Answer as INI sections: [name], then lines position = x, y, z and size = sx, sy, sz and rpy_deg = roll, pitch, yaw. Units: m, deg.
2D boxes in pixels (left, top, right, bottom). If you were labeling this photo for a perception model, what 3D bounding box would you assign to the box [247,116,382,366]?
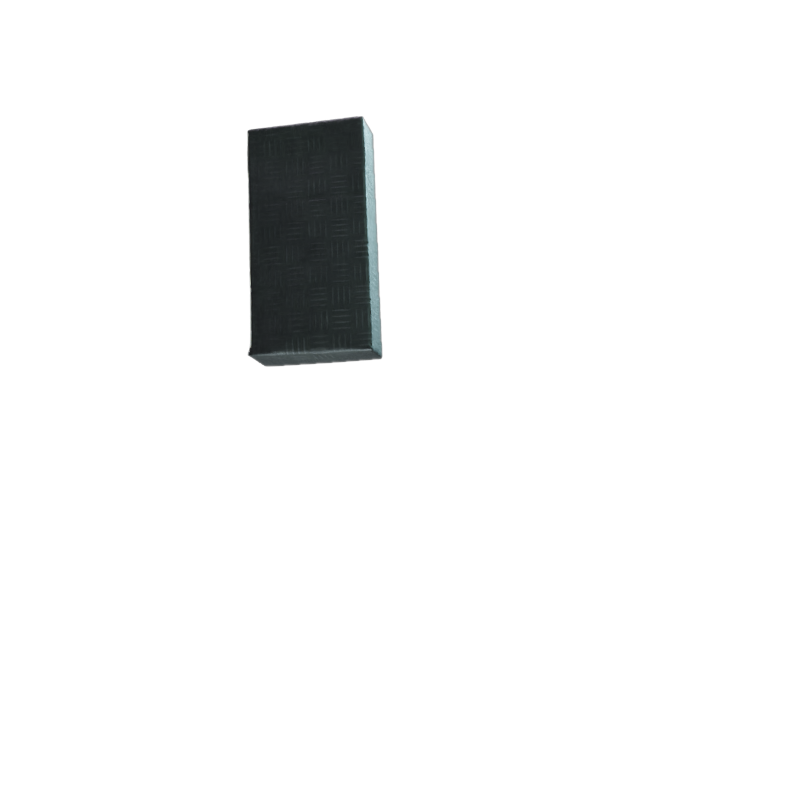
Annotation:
[box]
position = -0.064, -0.117, 0.819
size = 0.095, 0.184, 0.045
rpy_deg = -5, -17, 13
